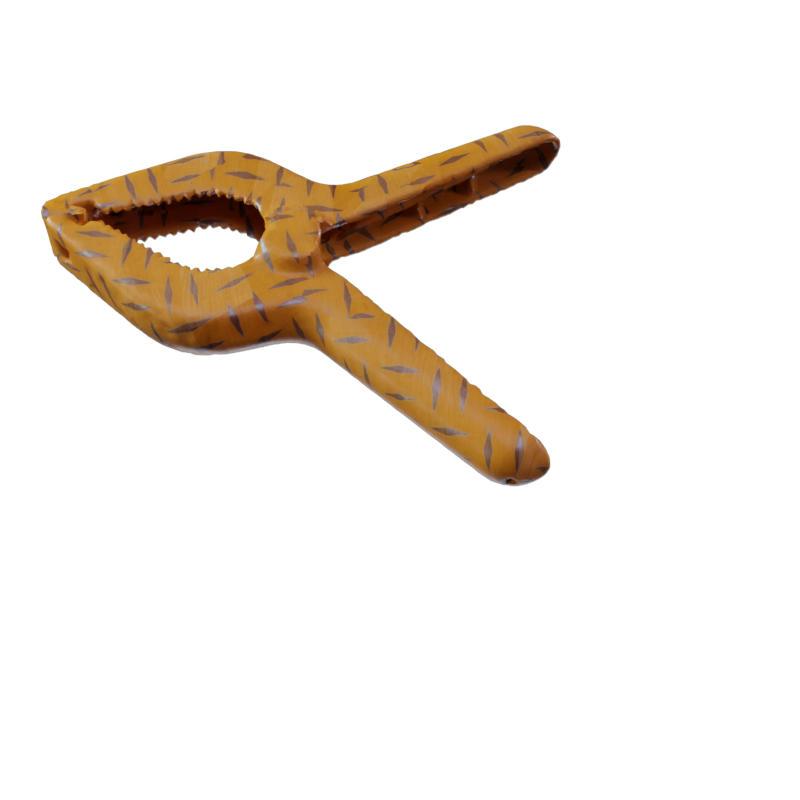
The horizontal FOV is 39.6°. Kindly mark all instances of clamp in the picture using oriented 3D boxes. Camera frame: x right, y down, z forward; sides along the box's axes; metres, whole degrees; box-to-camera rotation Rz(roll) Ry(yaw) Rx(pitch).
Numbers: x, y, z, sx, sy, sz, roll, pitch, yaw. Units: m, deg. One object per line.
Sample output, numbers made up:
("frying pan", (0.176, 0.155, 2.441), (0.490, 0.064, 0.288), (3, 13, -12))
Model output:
("clamp", (-0.035, -0.063, 0.441), (0.214, 0.173, 0.034), (12, -36, 9))
